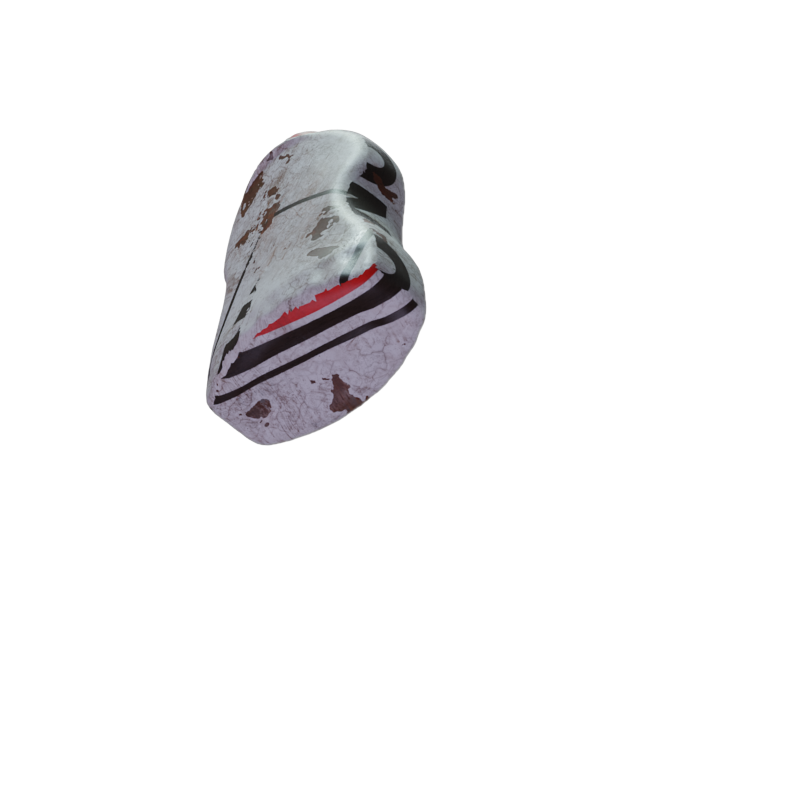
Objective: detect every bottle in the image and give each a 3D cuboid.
[{"bbox_3d":[-0.040,-0.073,0.506,0.095,0.205,0.055,-39,-61,22],"label":"bottle"}]
